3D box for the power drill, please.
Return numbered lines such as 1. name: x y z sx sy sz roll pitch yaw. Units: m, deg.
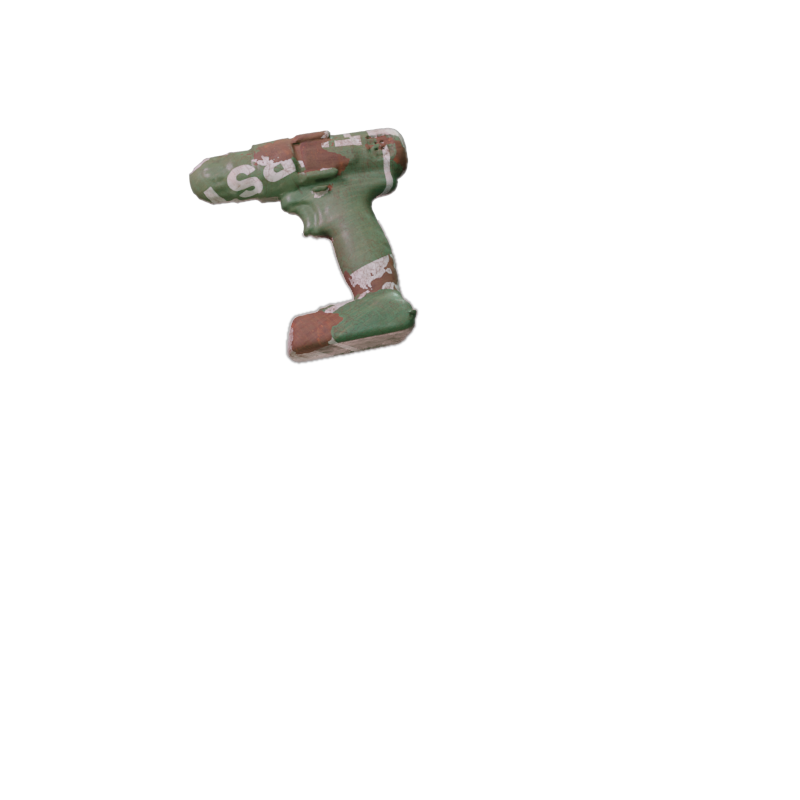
1. power drill: -0.071 -0.130 0.910 0.184 0.196 0.055 -11 -16 -4
